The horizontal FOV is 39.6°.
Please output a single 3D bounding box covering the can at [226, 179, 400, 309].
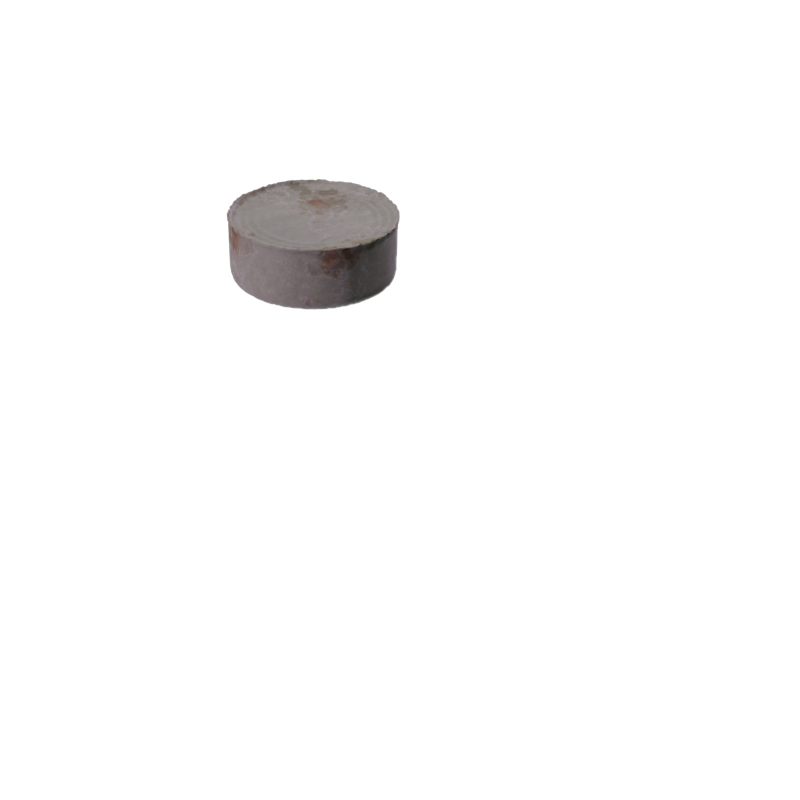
[{"bbox_3d":[-0.044,-0.079,0.557,0.086,0.032,0.091,-1,31,-2],"label":"can"}]
